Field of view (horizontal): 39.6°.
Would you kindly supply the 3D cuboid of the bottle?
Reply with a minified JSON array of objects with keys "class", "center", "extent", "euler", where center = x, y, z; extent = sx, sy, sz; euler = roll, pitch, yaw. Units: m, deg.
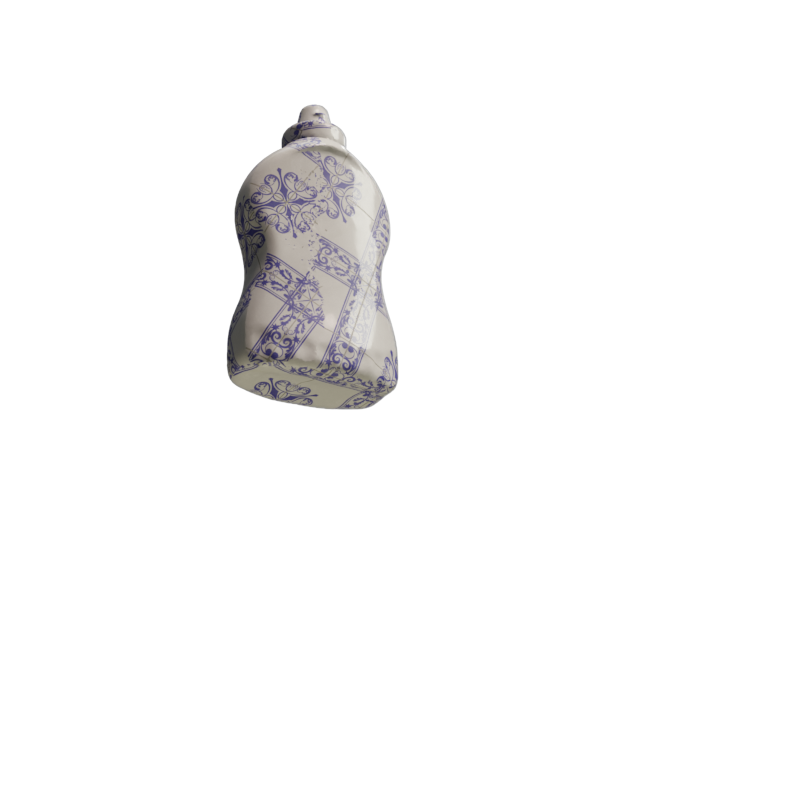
[{"class":"bottle","center":[-0.052,-0.095,0.663],"extent":[0.093,0.204,0.057],"euler":[10,-31,-22]}]
